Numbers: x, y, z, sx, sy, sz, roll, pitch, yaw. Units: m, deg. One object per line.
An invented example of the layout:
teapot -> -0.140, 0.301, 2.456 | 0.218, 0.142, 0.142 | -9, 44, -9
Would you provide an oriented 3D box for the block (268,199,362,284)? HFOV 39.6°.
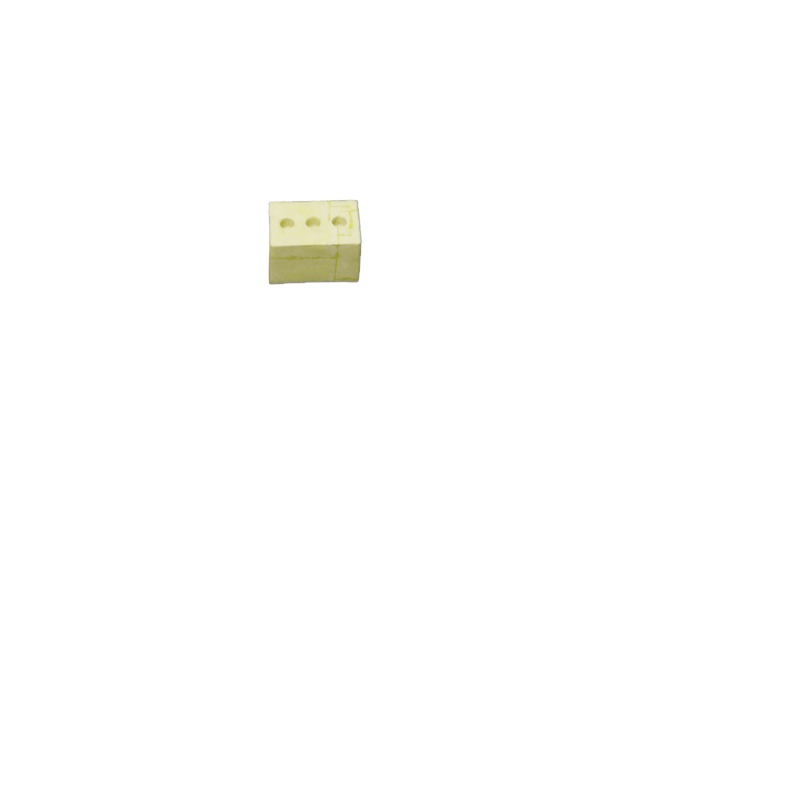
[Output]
block -> -0.074, -0.134, 0.940 | 0.078, 0.057, 0.048 | -2, -38, -3
